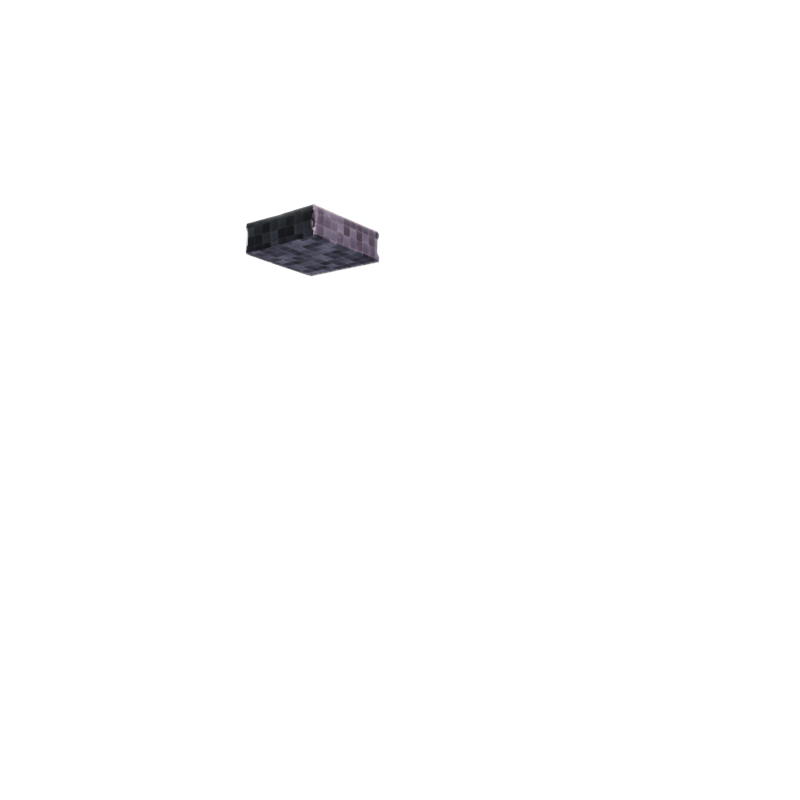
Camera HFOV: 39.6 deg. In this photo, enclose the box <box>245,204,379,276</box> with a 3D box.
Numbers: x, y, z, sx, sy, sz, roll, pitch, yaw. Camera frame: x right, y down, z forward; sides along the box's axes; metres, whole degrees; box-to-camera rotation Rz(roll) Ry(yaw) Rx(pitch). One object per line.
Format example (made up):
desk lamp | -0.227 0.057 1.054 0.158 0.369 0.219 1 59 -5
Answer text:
box | -0.072 -0.131 0.914 0.075 0.031 0.084 -9 -14 37
